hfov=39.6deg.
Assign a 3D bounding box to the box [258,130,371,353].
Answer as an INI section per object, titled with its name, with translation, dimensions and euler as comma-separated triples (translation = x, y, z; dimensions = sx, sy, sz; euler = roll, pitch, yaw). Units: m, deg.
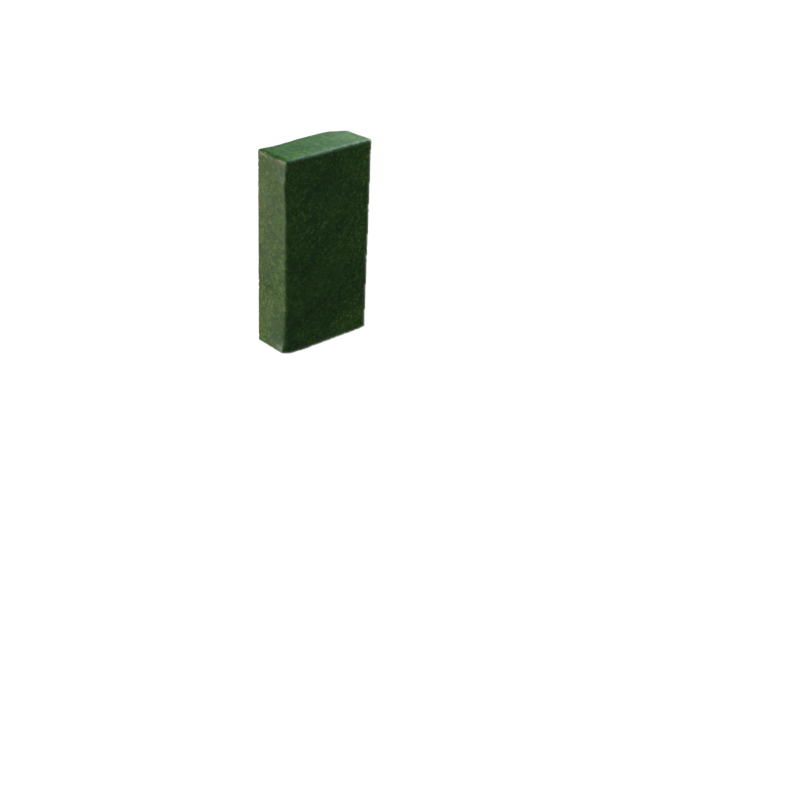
[box]
translation = -0.073, -0.134, 0.935
dimensions = 0.092, 0.167, 0.051
euler = -19, 31, -38
